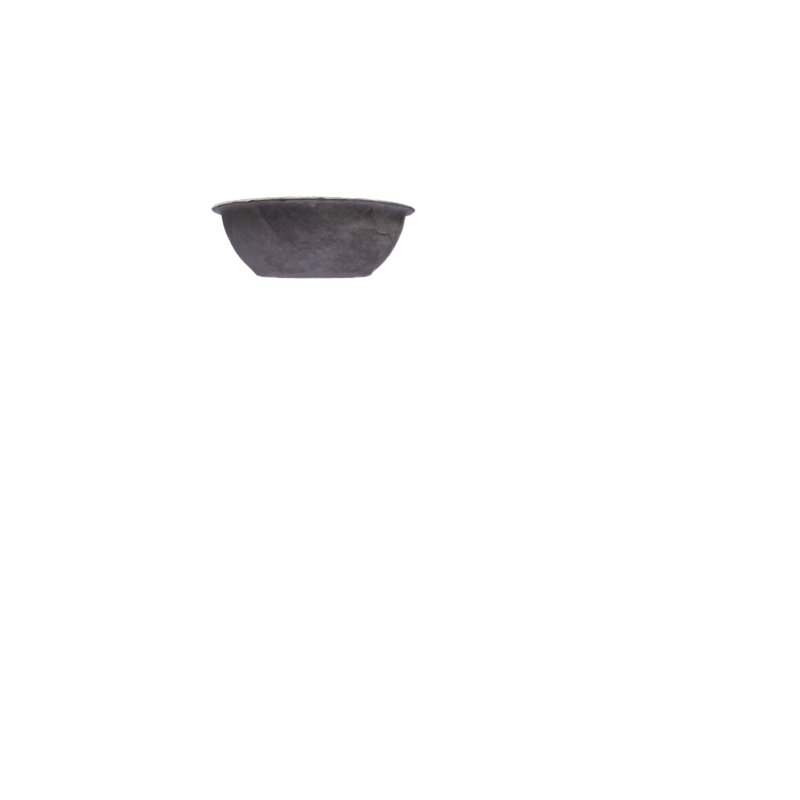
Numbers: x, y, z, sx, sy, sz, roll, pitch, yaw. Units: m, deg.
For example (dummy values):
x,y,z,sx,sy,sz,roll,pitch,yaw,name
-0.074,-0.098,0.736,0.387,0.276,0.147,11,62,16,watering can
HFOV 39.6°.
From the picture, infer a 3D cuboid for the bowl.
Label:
x,y,z,sx,sy,sz,roll,pitch,yaw,name
-0.069,-0.126,0.881,0.162,0.055,0.162,0,3,-2,bowl
